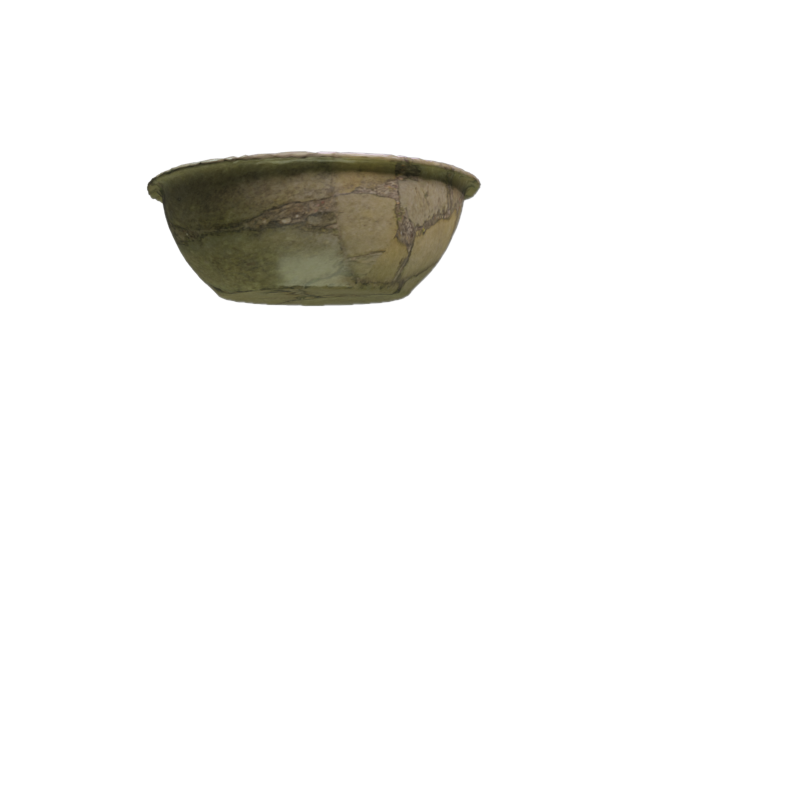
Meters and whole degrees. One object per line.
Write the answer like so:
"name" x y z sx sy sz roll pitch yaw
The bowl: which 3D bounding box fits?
"bowl" -0.042 -0.077 0.537 0.162 0.056 0.161 0 -1 -2
